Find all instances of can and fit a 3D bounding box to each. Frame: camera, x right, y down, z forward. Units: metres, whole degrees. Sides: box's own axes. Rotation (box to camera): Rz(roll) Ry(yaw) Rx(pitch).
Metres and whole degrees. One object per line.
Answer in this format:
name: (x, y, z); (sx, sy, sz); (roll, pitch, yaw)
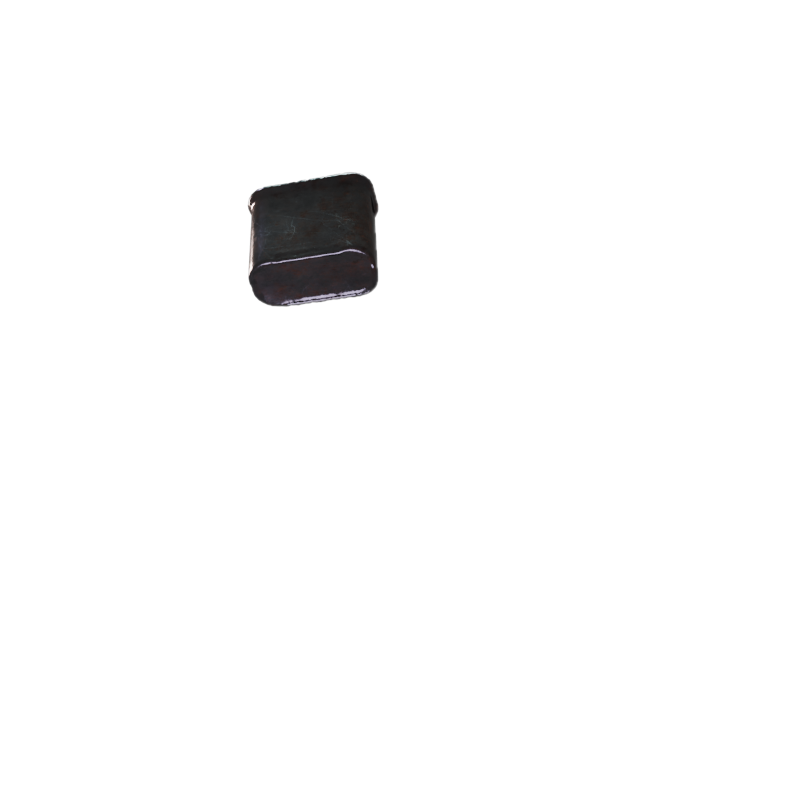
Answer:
can: (-0.067, -0.122, 0.858); (0.103, 0.090, 0.053); (-9, -42, 8)
